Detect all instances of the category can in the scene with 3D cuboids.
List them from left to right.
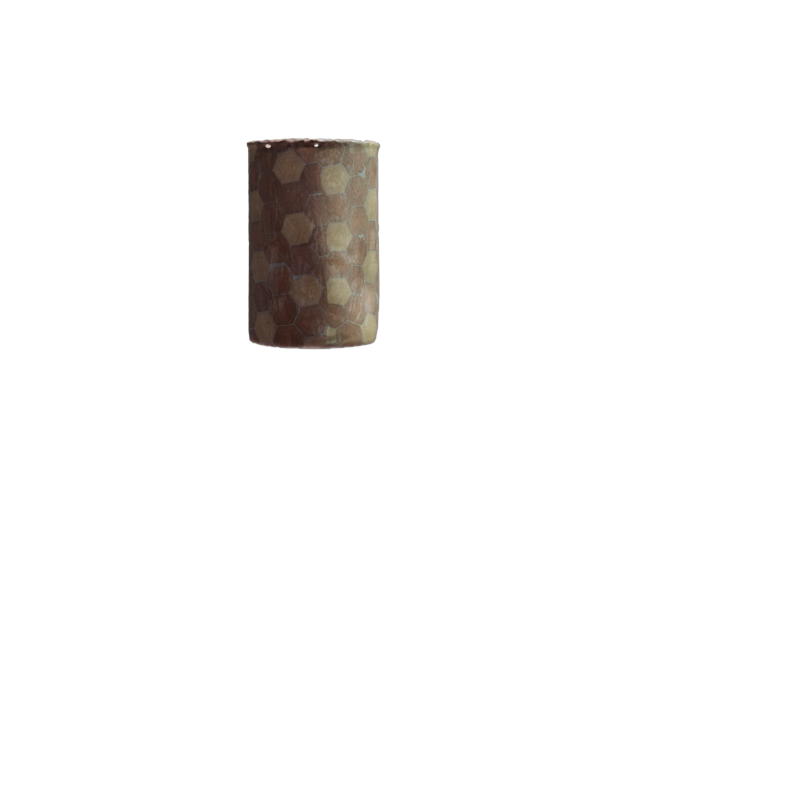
[{"bbox_3d":[-0.044,-0.081,0.567,0.068,0.101,0.069,0,5,-2],"label":"can"}]
